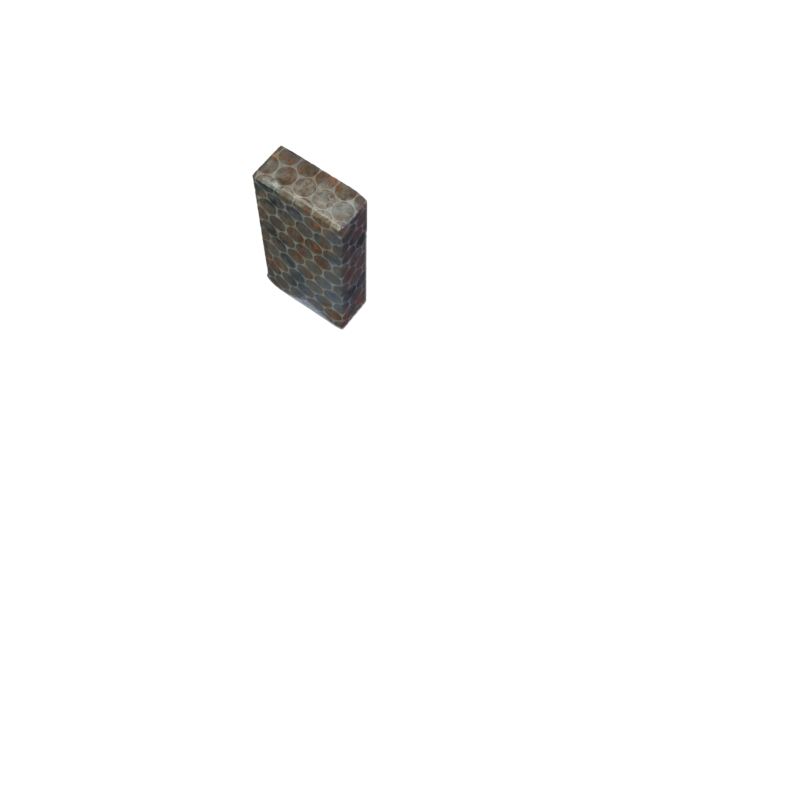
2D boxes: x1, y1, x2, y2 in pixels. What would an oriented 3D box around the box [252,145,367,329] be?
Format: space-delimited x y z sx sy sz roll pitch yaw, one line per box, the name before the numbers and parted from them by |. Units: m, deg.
box | -0.075 -0.138 0.966 0.097 0.049 0.166 35 -24 14
